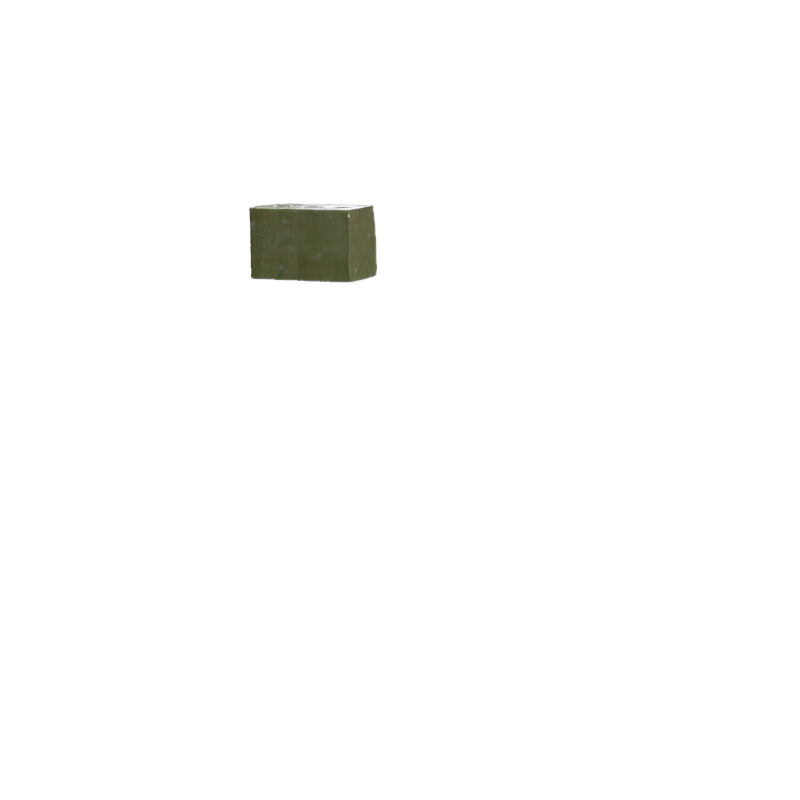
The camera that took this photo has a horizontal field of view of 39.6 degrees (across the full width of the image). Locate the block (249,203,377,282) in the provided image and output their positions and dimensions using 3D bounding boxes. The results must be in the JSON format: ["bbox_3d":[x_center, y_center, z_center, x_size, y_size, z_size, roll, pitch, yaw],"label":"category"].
[{"bbox_3d":[-0.061,-0.111,0.781,0.080,0.050,0.052,4,9,20],"label":"block"}]
